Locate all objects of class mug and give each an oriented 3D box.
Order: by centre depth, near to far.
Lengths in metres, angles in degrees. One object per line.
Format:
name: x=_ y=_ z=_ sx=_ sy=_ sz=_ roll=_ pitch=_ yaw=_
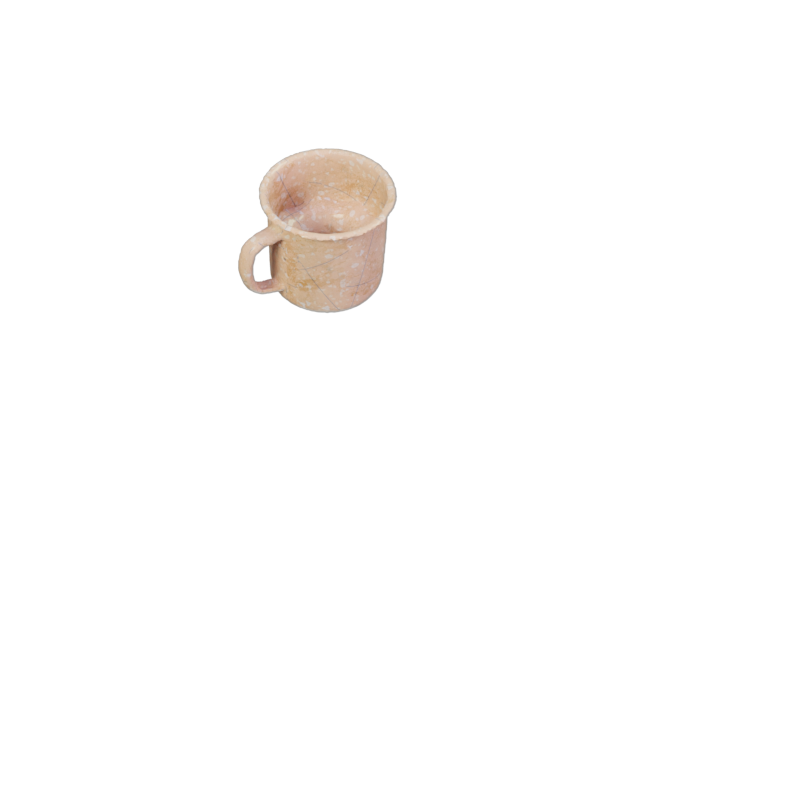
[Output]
mug: x=-0.060 y=-0.110 z=0.768 sx=0.117 sy=0.076 sz=0.100 roll=-31 pitch=55 yaw=-26
